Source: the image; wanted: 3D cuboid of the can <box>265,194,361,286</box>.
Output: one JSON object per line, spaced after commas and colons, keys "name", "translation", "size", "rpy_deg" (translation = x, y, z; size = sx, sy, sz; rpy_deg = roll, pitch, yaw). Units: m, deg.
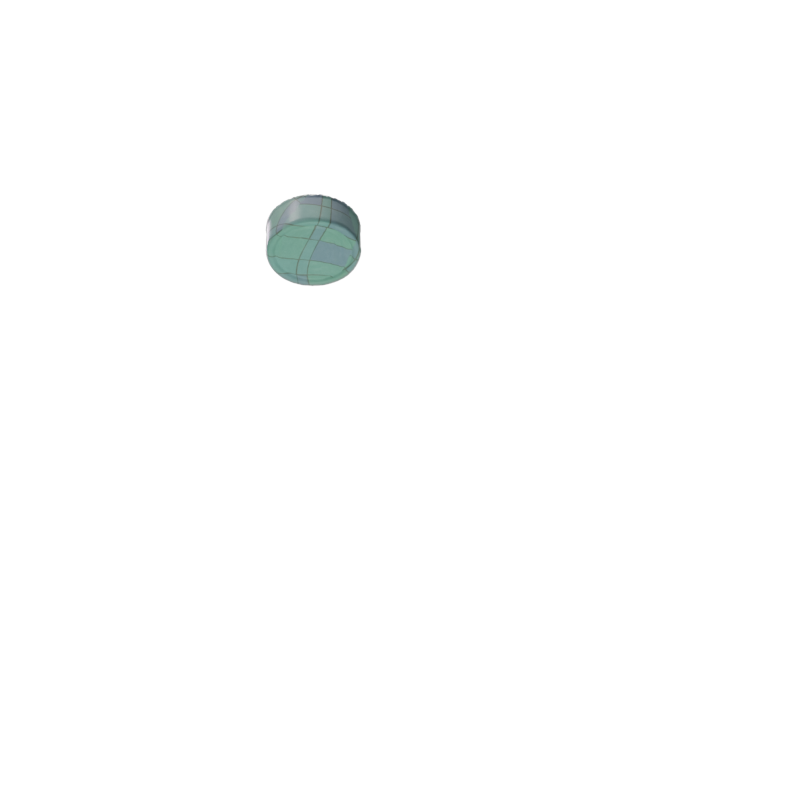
{"name": "can", "translation": [-0.077, -0.141, 0.990], "size": [0.086, 0.036, 0.080], "rpy_deg": [1, -41, -1]}
